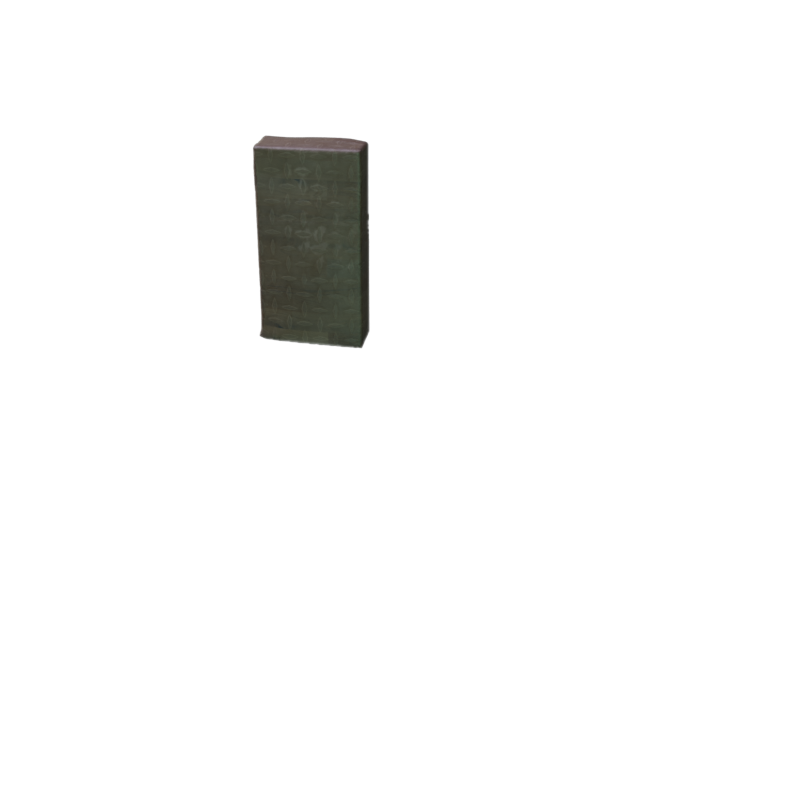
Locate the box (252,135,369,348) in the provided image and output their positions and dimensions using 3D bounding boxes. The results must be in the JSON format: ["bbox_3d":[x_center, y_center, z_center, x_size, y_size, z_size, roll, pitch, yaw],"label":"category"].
[{"bbox_3d":[-0.074,-0.135,0.943,0.095,0.169,0.049,5,20,11],"label":"box"}]
